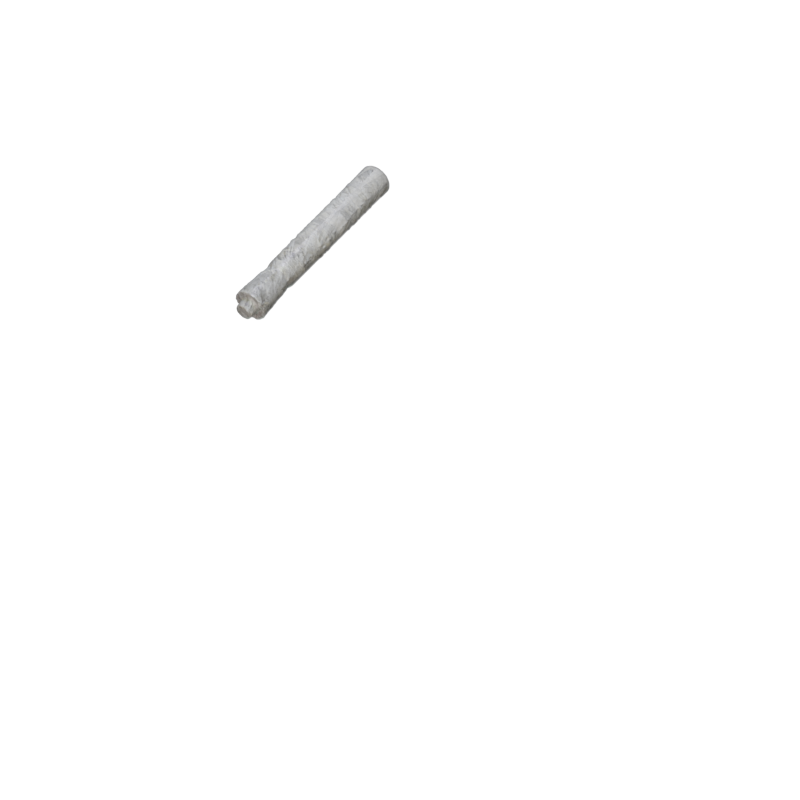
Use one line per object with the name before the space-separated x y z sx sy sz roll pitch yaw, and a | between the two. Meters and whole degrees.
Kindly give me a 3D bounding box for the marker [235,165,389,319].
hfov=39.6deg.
marker | -0.047 -0.085 0.595 0.021 0.018 0.124 3 43 44
